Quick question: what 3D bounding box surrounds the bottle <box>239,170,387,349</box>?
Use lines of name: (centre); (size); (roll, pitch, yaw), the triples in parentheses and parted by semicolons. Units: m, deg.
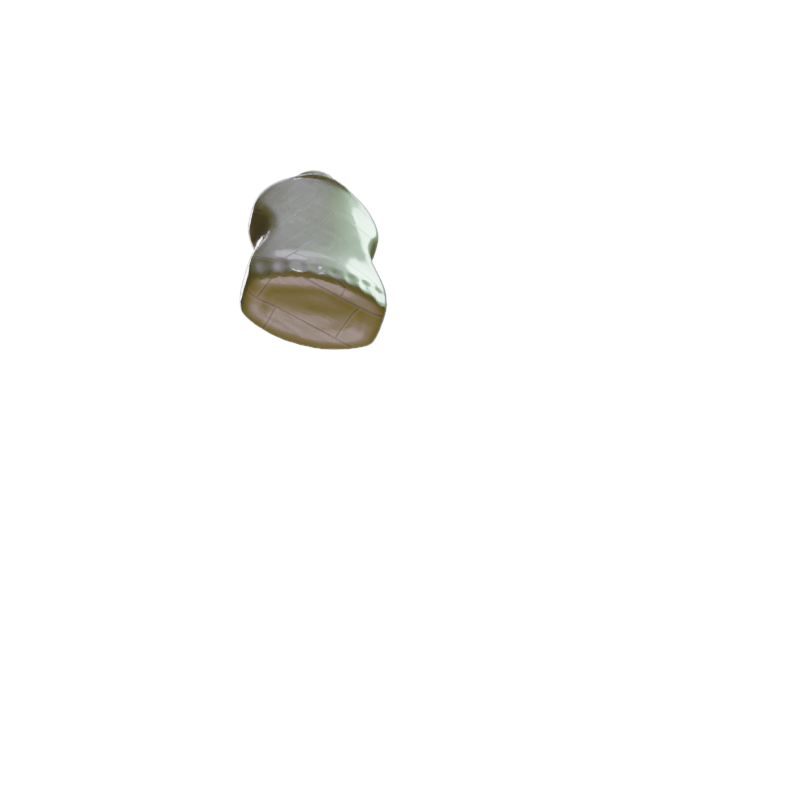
bottle: (-0.063, -0.115, 0.804); (0.094, 0.056, 0.205); (11, 34, -11)
